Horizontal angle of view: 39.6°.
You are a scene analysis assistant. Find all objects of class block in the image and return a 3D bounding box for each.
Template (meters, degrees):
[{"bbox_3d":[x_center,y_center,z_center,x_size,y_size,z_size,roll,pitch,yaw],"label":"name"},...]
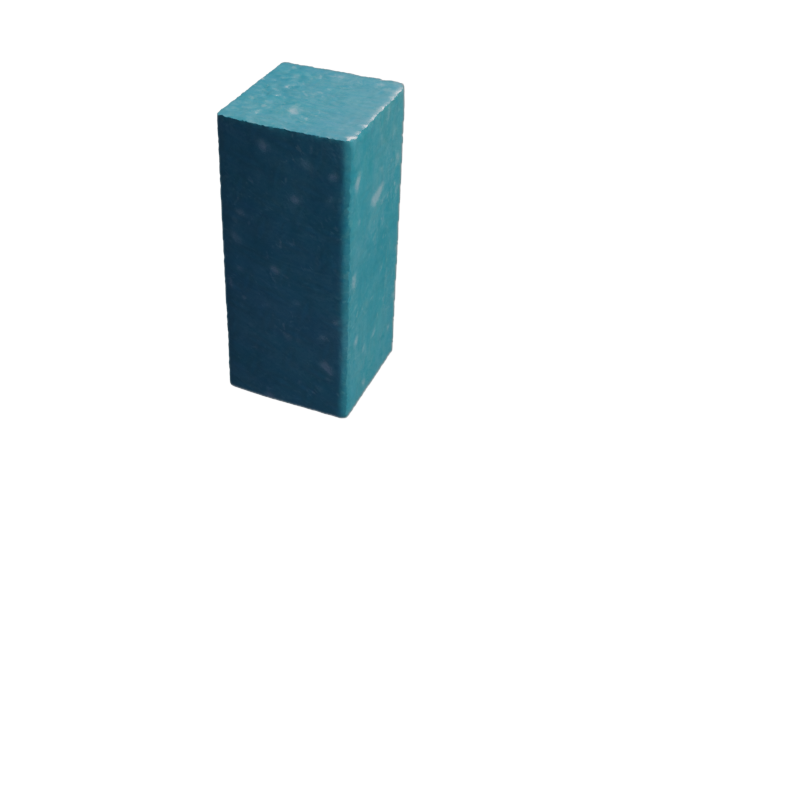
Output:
[{"bbox_3d":[-0.056,-0.103,0.726,0.093,0.193,0.093,15,37,18],"label":"block"}]
